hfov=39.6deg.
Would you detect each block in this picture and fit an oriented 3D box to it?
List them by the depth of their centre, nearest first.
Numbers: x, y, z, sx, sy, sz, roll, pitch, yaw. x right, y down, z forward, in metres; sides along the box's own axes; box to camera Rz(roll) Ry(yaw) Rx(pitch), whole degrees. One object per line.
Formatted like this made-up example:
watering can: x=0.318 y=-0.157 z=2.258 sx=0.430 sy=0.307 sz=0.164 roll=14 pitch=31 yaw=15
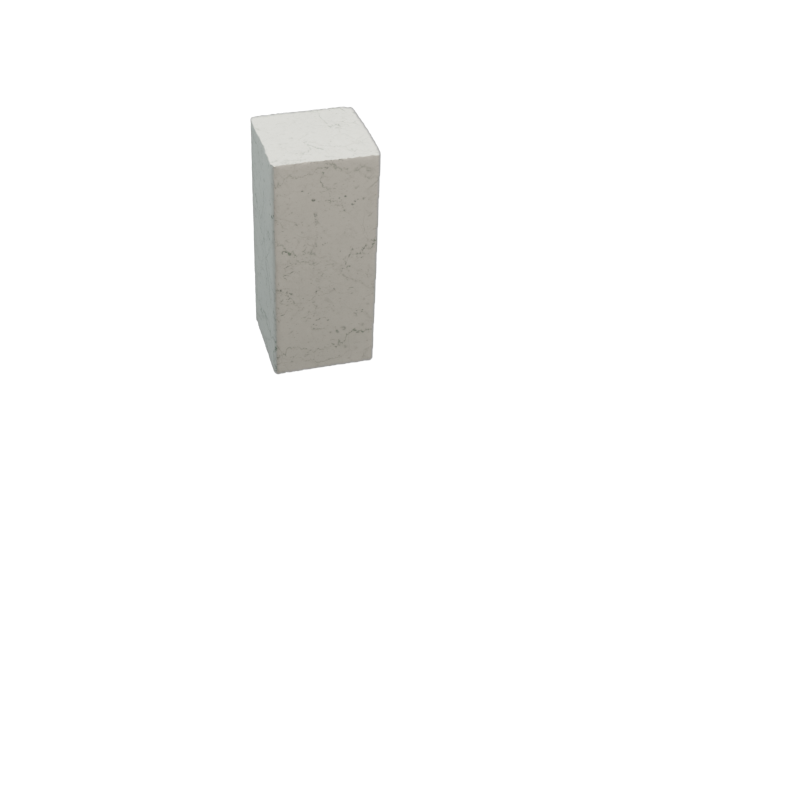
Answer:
block: x=-0.074 y=-0.136 z=0.947 sx=0.089 sy=0.193 sz=0.097 roll=-8 pitch=38 yaw=-14
